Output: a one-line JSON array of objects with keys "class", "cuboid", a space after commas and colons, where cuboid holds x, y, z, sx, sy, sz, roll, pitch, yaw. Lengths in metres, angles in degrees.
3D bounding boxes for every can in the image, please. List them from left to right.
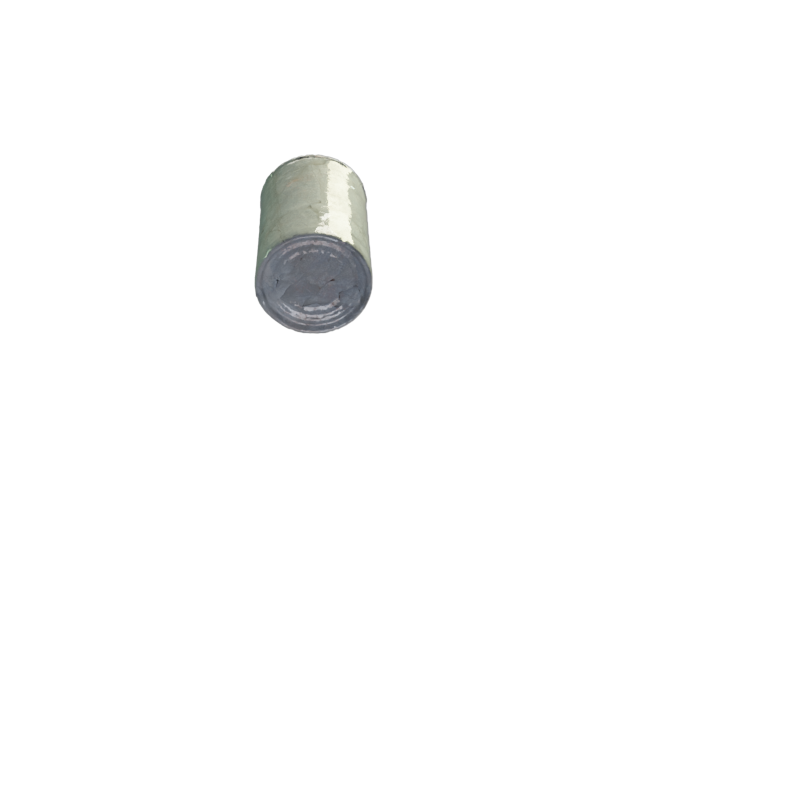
[{"class": "can", "cuboid": [-0.052, -0.094, 0.659, 0.068, 0.064, 0.109, -1, 34, -3]}]
